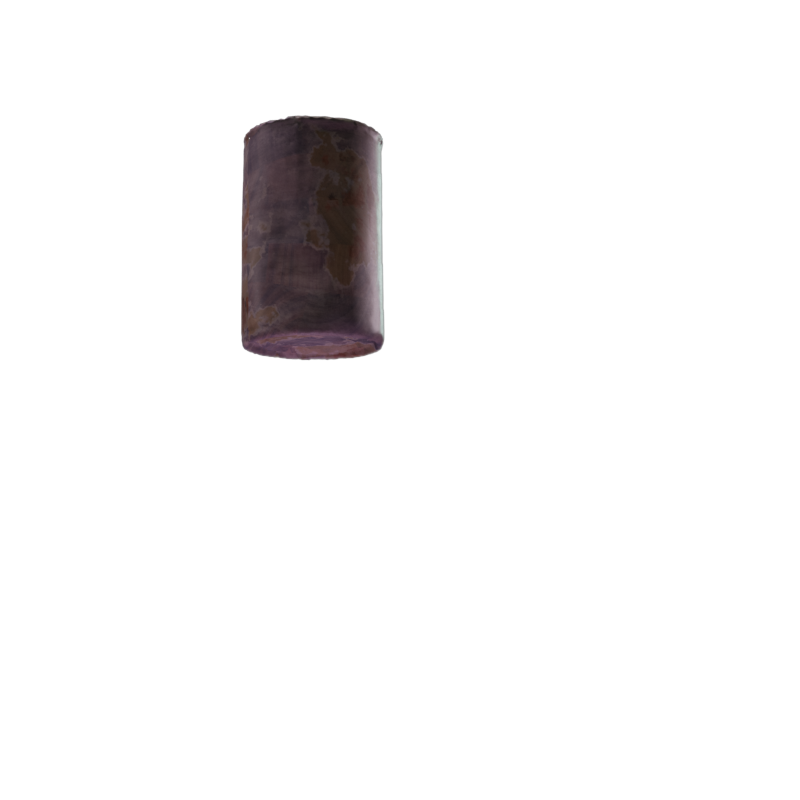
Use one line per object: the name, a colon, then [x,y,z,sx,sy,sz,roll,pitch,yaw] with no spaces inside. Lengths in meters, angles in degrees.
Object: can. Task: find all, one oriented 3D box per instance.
can: [-0.041,-0.075,0.524,0.068,0.106,0.066,0,-13,-2]
